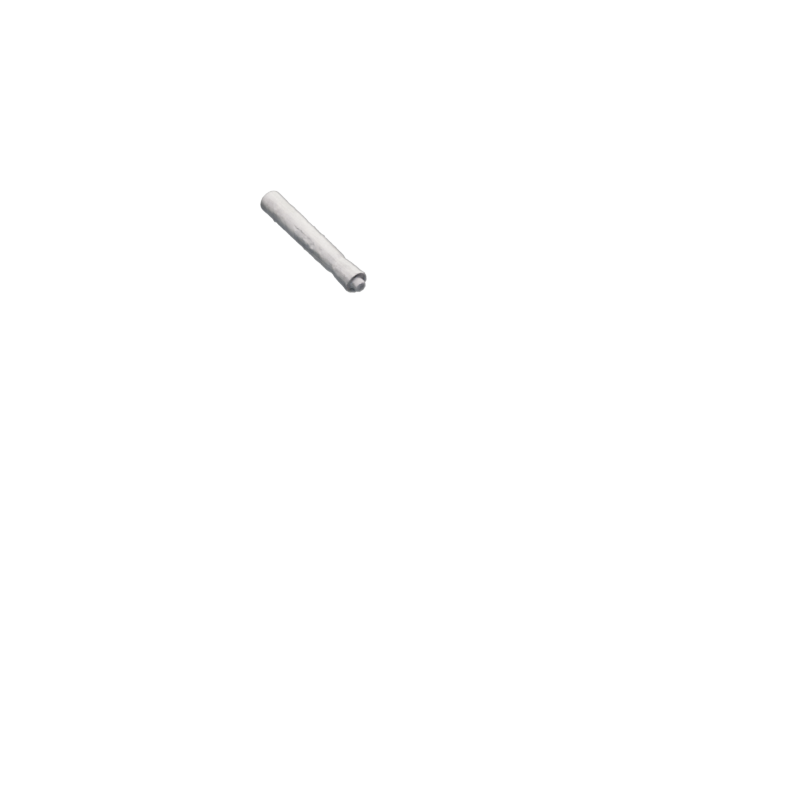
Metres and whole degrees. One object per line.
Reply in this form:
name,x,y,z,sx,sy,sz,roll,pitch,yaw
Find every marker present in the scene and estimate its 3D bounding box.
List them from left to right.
marker,-0.066,-0.120,0.840,0.019,0.019,0.130,-3,38,-44
